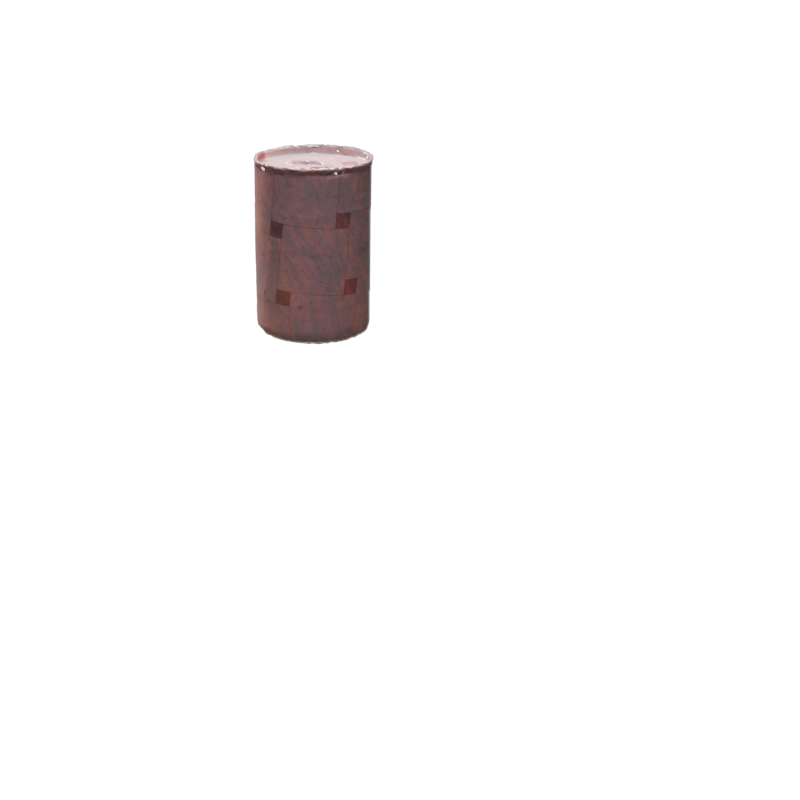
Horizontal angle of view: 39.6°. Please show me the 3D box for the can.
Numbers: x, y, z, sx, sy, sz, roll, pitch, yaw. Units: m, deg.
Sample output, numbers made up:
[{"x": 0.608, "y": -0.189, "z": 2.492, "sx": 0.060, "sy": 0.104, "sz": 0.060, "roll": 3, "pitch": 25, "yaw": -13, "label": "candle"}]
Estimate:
[{"x": -0.050, "y": -0.092, "z": 0.642, "sx": 0.068, "sy": 0.098, "sz": 0.072, "roll": 0, "pitch": 19, "yaw": -2, "label": "can"}]
